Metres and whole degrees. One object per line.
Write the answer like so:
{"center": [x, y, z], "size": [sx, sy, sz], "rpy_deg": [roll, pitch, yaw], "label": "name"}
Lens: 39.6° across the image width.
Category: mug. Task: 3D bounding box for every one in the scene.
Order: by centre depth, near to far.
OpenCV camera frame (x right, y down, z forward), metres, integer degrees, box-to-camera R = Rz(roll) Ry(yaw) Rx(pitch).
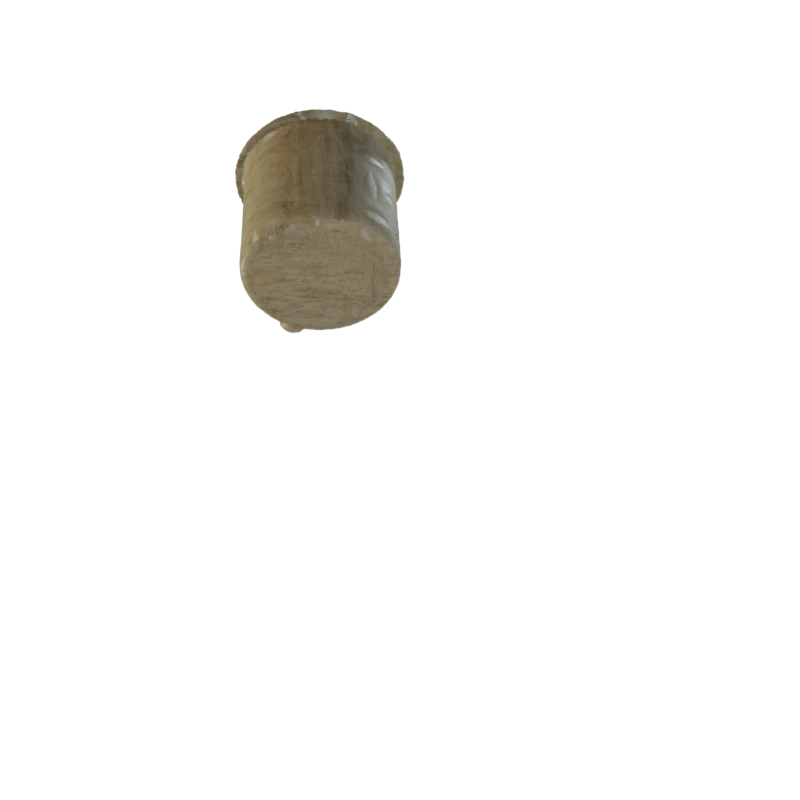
{"center": [-0.046, -0.084, 0.589], "size": [0.091, 0.088, 0.112], "rpy_deg": [13, -46, -15], "label": "mug"}
